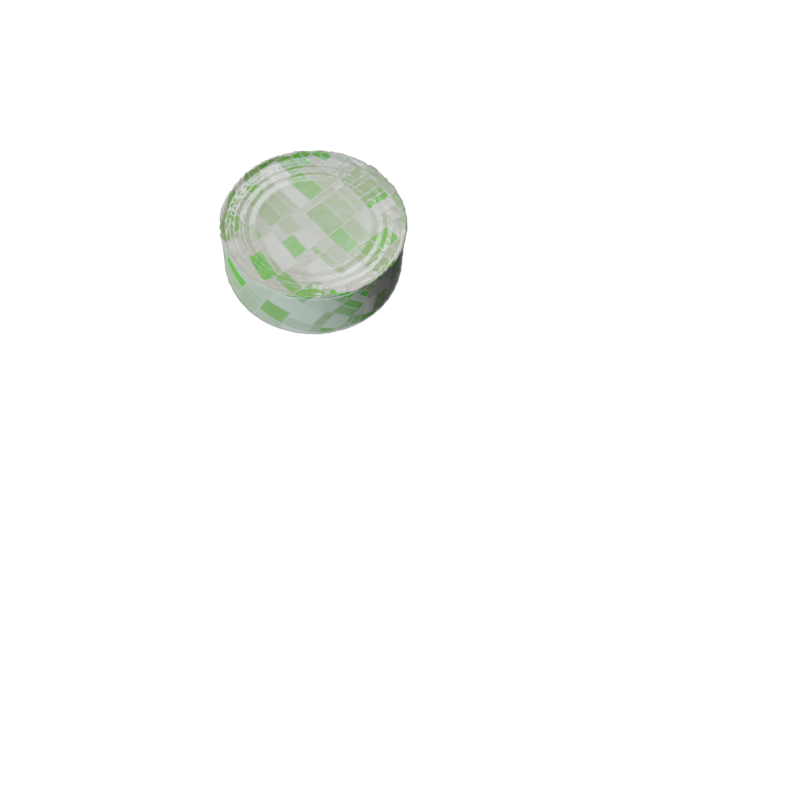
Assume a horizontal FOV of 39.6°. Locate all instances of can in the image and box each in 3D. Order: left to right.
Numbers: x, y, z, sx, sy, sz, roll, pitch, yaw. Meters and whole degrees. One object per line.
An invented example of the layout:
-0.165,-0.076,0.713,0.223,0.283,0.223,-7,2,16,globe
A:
-0.041,-0.074,0.517,0.086,0.092,0.031,-1,-34,-1,can
